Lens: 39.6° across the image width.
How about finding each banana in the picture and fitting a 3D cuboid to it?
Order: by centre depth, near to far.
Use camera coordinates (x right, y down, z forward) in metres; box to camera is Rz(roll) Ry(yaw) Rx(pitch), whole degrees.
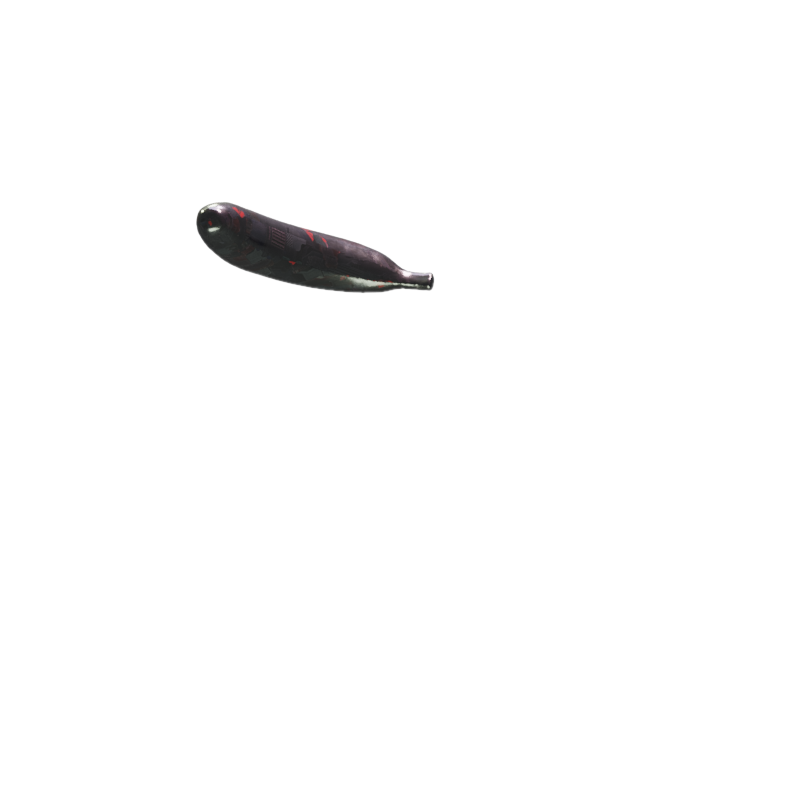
[{"bbox_3d":[-0.066,-0.099,0.722,0.188,0.038,0.071,8,-13,-44],"label":"banana"}]
